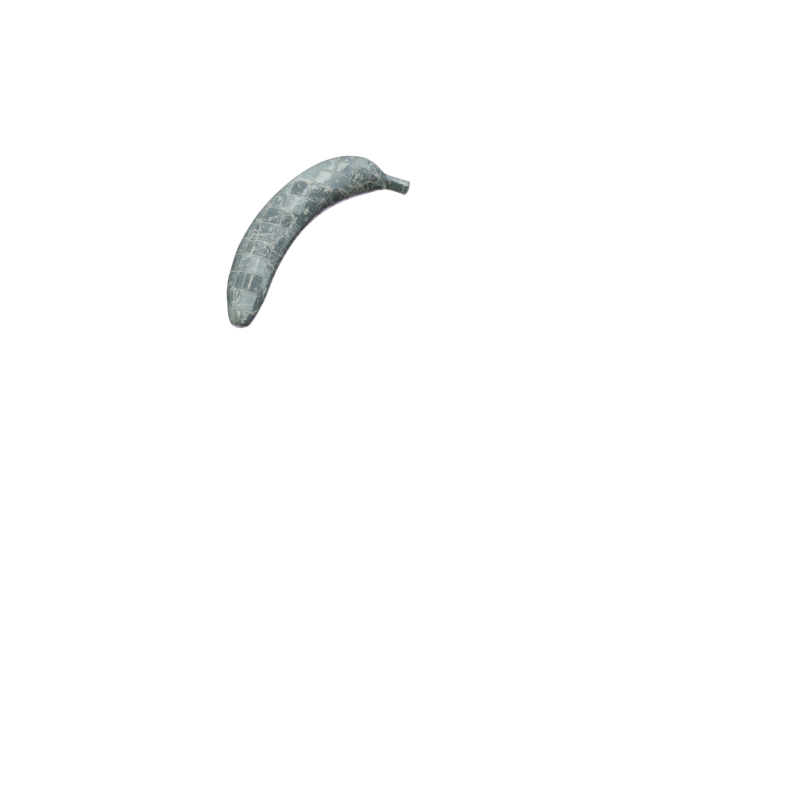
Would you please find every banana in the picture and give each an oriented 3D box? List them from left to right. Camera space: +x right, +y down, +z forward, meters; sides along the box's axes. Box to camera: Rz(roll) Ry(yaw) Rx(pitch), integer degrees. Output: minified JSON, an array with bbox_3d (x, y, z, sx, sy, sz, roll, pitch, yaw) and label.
[{"bbox_3d":[-0.081,-0.142,0.899,0.073,0.200,0.035,40,-21,18],"label":"banana"}]
